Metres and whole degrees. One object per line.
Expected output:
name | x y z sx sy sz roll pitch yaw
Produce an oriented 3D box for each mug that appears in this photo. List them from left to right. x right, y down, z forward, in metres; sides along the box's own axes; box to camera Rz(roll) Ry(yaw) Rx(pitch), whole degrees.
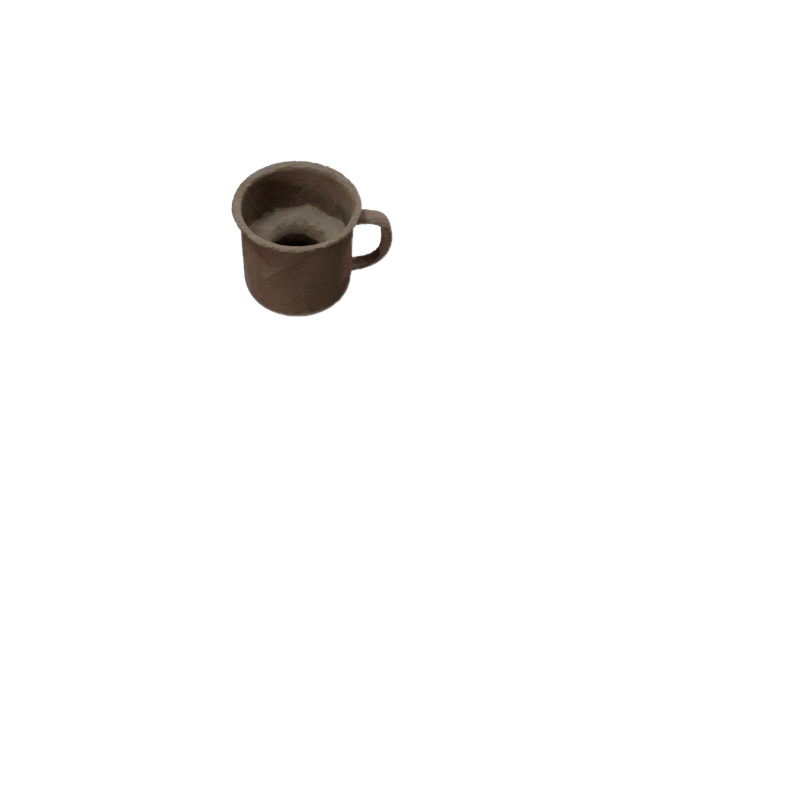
mug | -0.064 -0.117 0.821 0.116 0.100 0.076 -5 -40 -5
